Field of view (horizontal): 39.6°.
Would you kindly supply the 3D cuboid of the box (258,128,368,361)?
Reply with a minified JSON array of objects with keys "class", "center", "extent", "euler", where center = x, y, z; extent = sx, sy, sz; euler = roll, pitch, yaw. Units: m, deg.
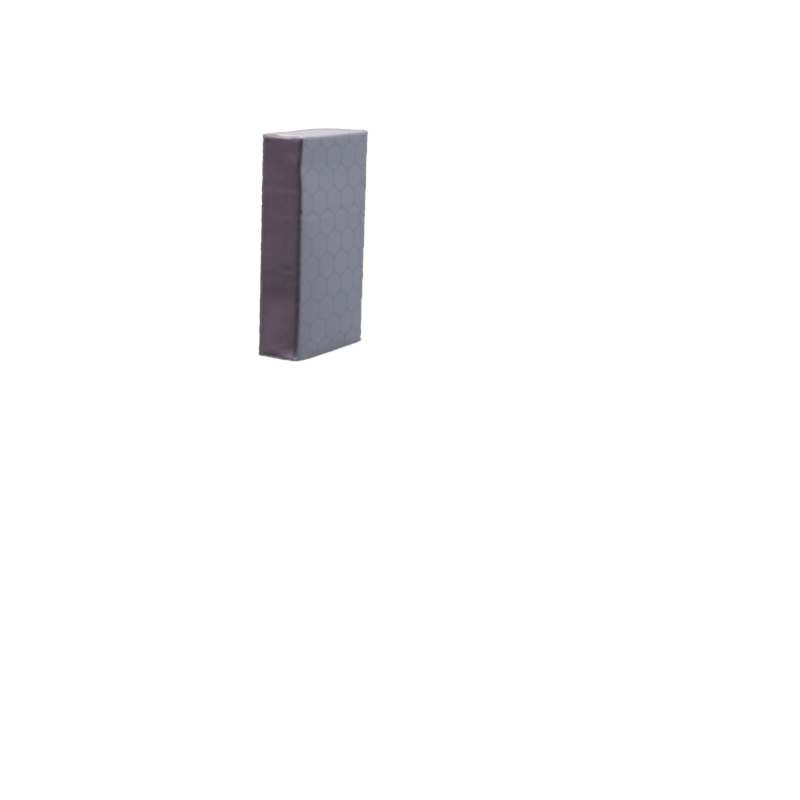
[{"class":"box","center":[-0.069,-0.126,0.880],"extent":[0.050,0.172,0.091],"euler":[6,12,32]}]
